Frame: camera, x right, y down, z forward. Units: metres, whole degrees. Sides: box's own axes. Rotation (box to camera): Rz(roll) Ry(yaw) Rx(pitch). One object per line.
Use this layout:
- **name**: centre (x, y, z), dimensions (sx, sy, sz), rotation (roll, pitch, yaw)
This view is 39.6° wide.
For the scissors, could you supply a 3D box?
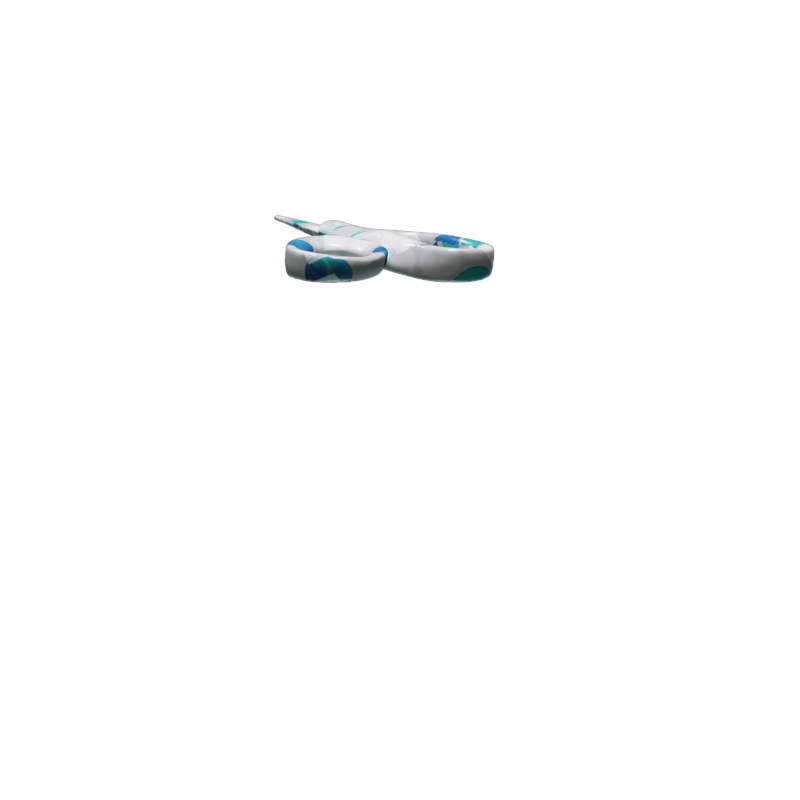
- **scissors**: centre (-0.041, -0.075, 0.528), dimensions (0.093, 0.015, 0.213), rotation (-11, 18, -35)
